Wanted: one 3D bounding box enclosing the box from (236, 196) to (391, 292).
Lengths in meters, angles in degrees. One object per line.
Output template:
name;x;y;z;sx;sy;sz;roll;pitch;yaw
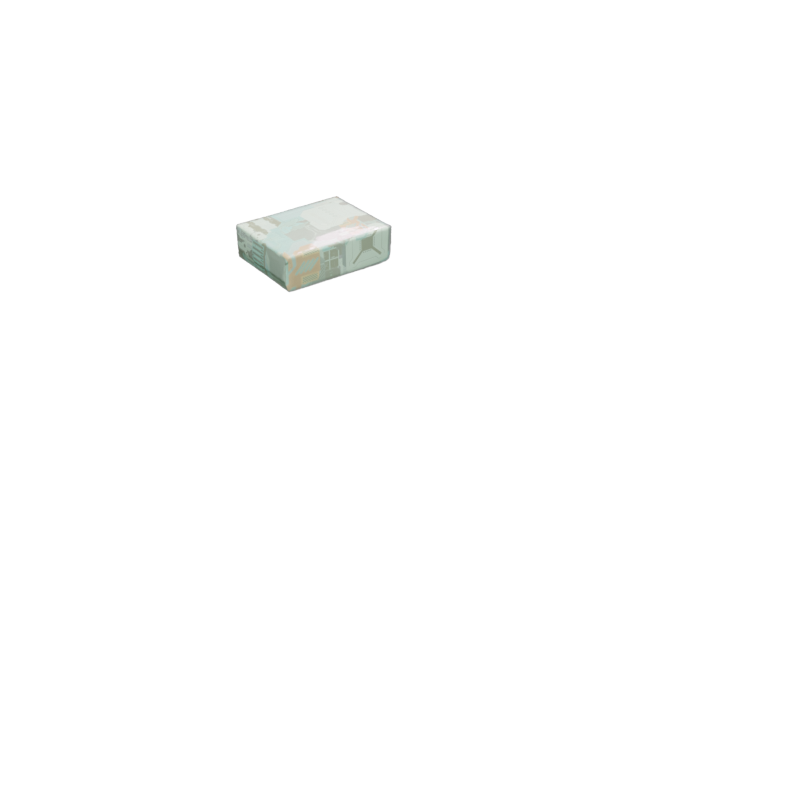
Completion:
box;-0.078;-0.142;0.998;0.112;0.037;0.096;-19;36;-30
